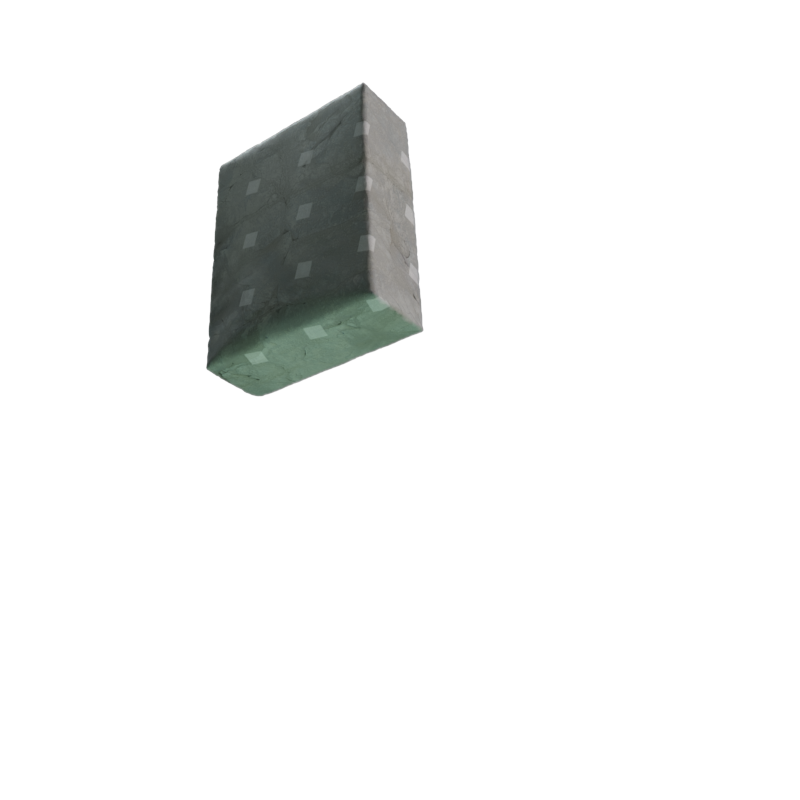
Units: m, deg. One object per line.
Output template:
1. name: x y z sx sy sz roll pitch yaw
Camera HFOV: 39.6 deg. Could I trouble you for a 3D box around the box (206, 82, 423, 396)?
1. box: -0.070 -0.128 0.895 0.165 0.229 0.067 -24 -40 28
